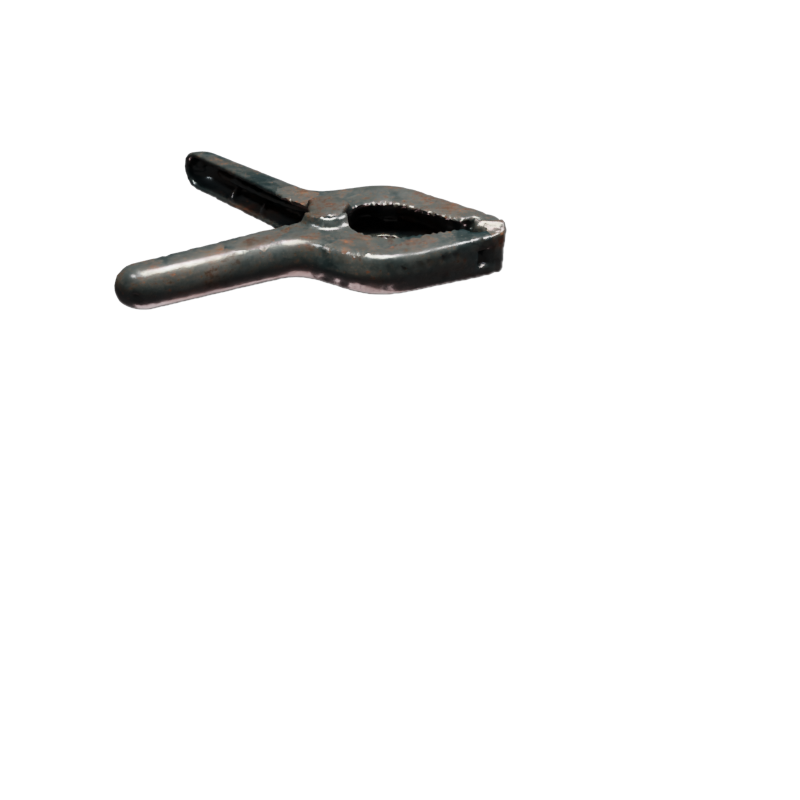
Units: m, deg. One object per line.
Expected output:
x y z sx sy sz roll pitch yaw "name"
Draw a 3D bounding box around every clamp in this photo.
-0.049 -0.089 0.626 0.214 0.034 0.172 8 36 11 "clamp"
